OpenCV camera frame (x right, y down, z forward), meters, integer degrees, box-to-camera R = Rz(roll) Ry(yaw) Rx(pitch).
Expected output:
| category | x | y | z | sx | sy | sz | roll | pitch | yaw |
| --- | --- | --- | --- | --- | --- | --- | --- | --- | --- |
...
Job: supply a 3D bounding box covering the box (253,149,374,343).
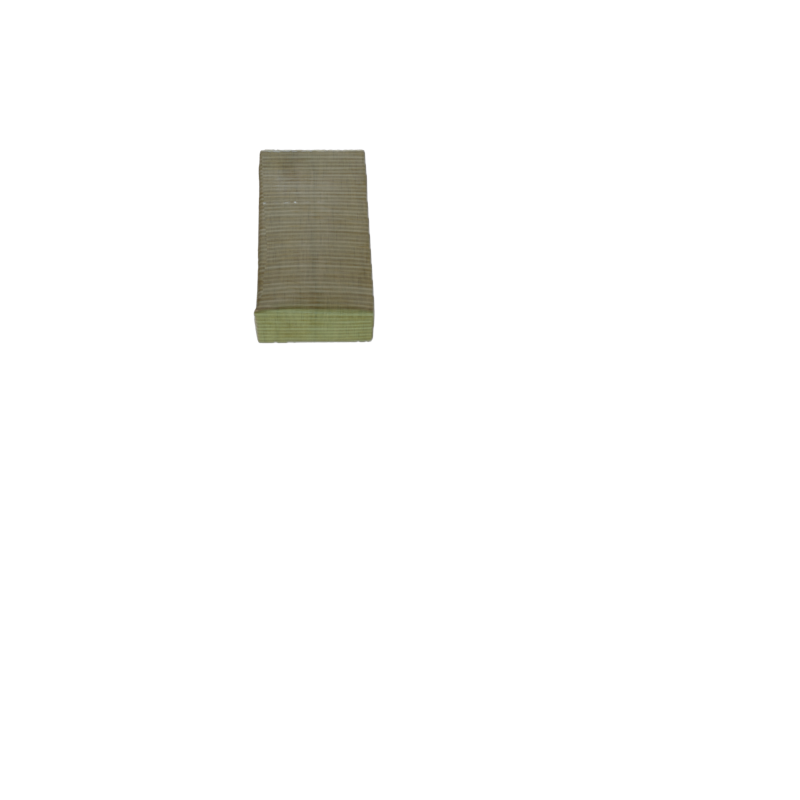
| category | x | y | z | sx | sy | sz | roll | pitch | yaw |
| --- | --- | --- | --- | --- | --- | --- | --- | --- | --- |
| box | -0.071 | -0.129 | 0.907 | 0.093 | 0.189 | 0.045 | -1 | -39 | -2 |
